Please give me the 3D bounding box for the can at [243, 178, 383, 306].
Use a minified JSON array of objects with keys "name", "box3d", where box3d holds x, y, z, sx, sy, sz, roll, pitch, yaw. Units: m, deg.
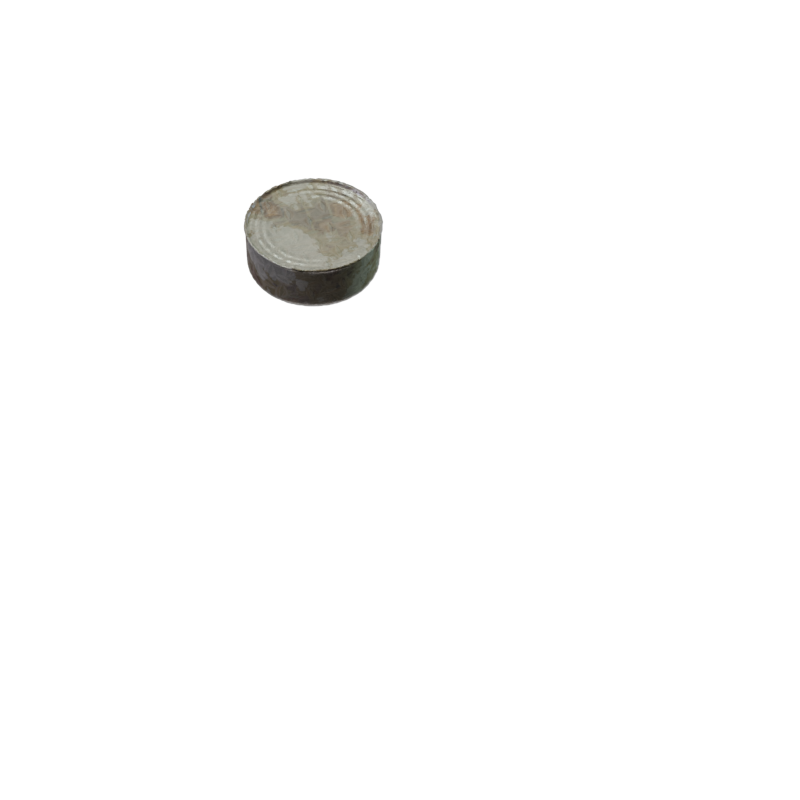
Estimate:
[{"name":"can","box3d":[-0.054,-0.099,0.695,0.086,0.092,0.031,-1,-43,-1]}]
